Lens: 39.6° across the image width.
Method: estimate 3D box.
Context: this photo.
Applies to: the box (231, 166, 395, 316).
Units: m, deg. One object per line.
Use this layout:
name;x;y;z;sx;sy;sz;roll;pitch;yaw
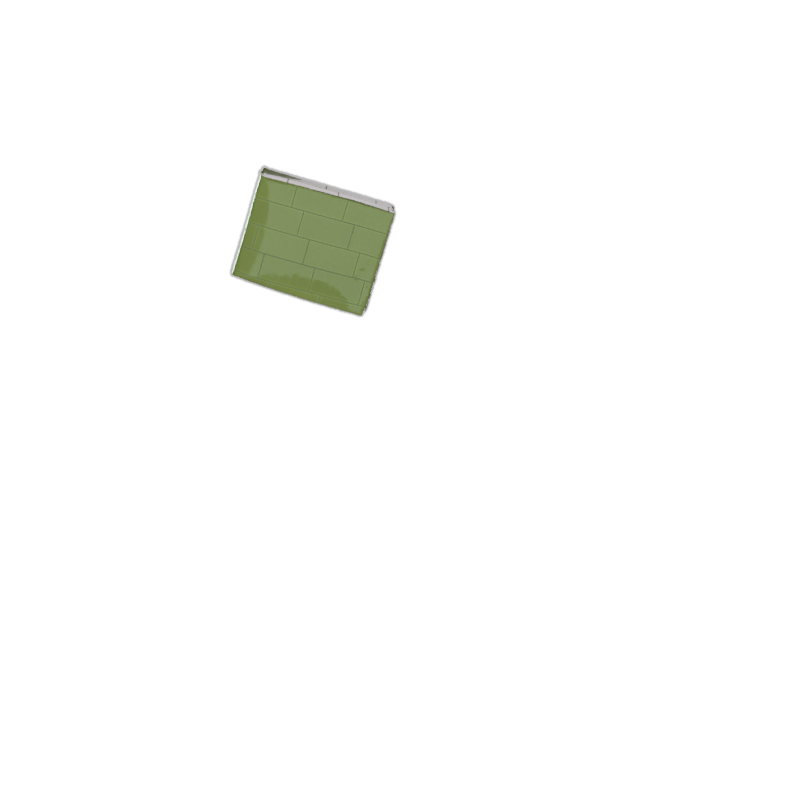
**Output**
box;-0.069;-0.126;0.885;0.113;0.088;0.040;16;13;-4
